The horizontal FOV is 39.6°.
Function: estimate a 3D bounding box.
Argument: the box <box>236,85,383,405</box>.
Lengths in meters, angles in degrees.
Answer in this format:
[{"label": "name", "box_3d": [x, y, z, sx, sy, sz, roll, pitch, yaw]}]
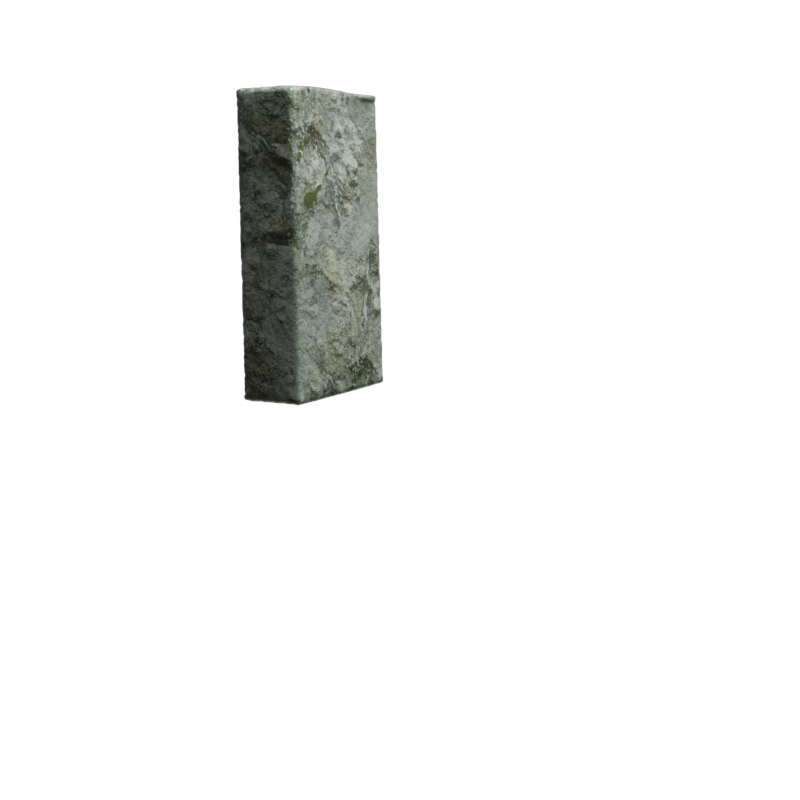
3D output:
[{"label": "box", "box_3d": [-0.051, -0.092, 0.648, 0.050, 0.175, 0.091, 3, 6, 31]}]
